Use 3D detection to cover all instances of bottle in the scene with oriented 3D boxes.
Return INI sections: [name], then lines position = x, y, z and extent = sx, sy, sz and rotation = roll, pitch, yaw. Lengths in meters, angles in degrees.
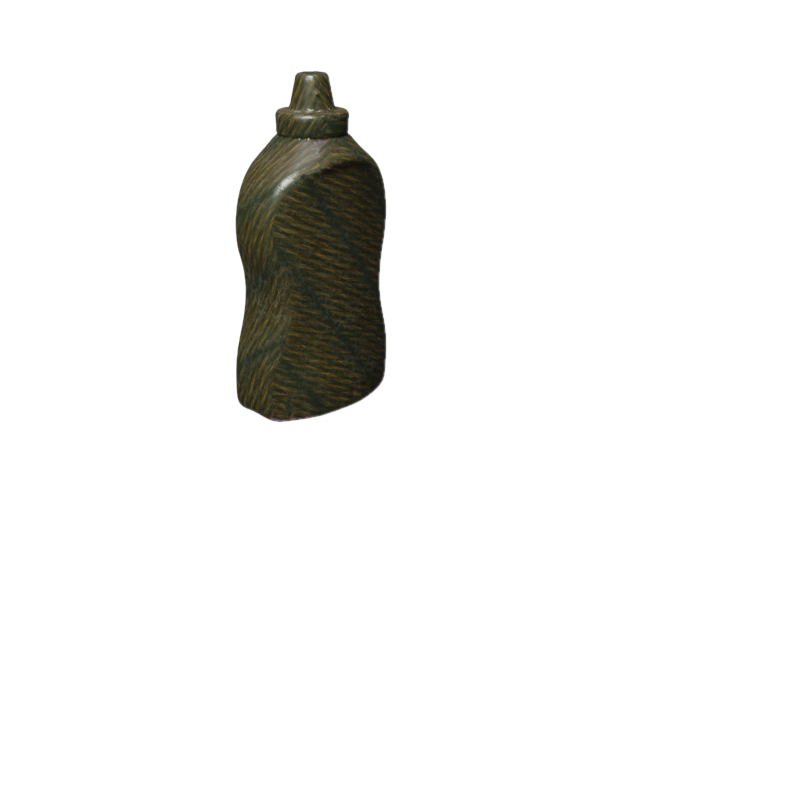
[bottle]
position = -0.050, -0.090, 0.632
extent = 0.094, 0.184, 0.062
rotation = -15, 23, -41
